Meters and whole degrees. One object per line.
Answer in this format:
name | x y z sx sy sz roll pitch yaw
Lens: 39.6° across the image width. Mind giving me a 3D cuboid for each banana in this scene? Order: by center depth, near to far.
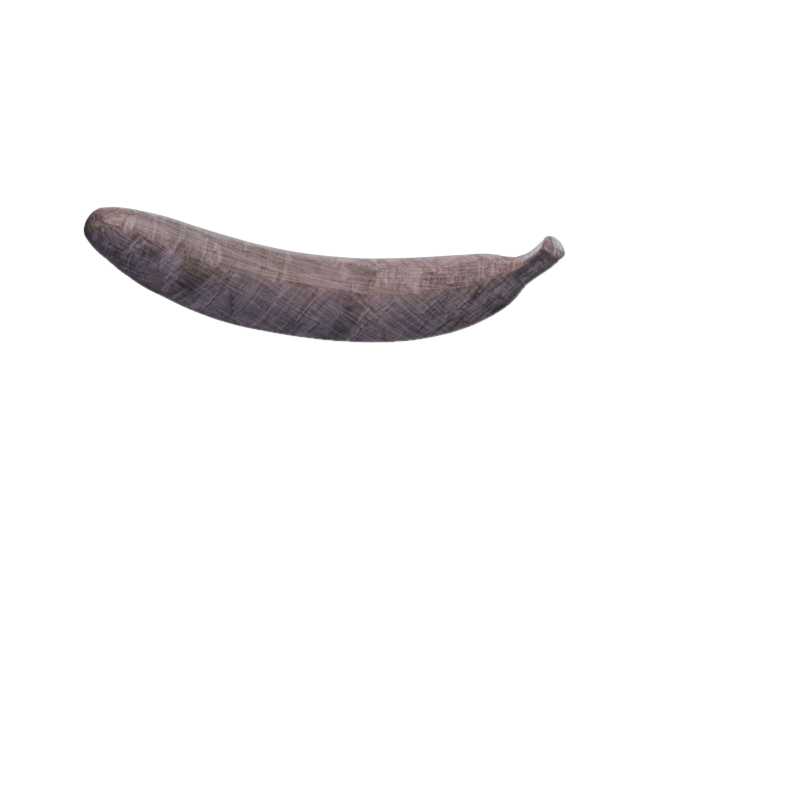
banana | -0.035 -0.055 0.481 0.197 0.039 0.065 2 -45 -2
